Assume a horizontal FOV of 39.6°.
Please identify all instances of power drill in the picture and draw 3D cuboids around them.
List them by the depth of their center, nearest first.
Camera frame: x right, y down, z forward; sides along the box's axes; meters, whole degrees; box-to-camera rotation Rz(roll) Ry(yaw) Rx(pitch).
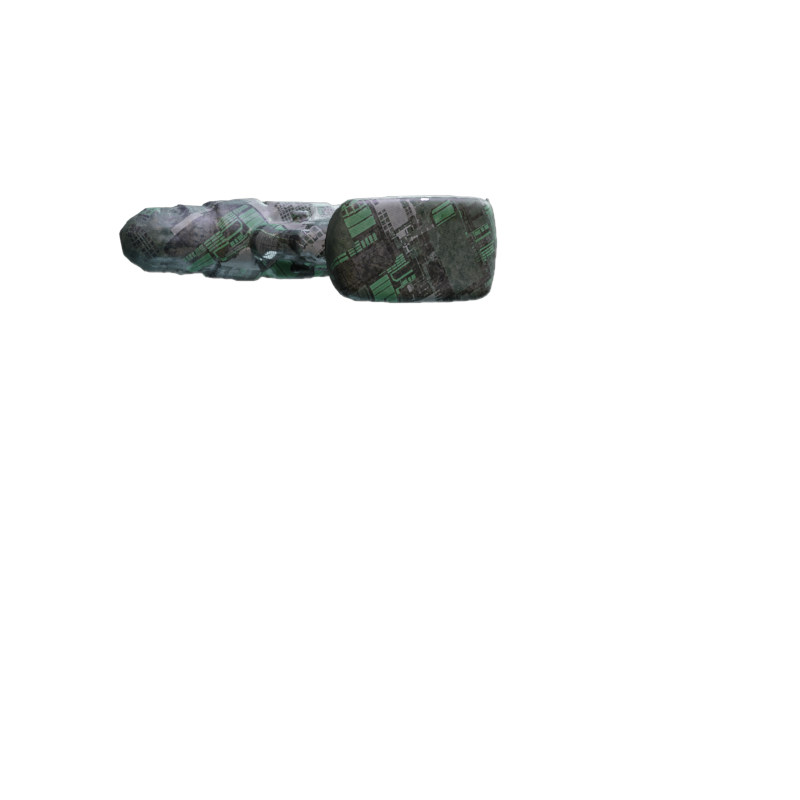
[{"bbox_3d":[-0.051,-0.092,0.646,0.179,0.056,0.197,-7,13,-31],"label":"power drill"}]
